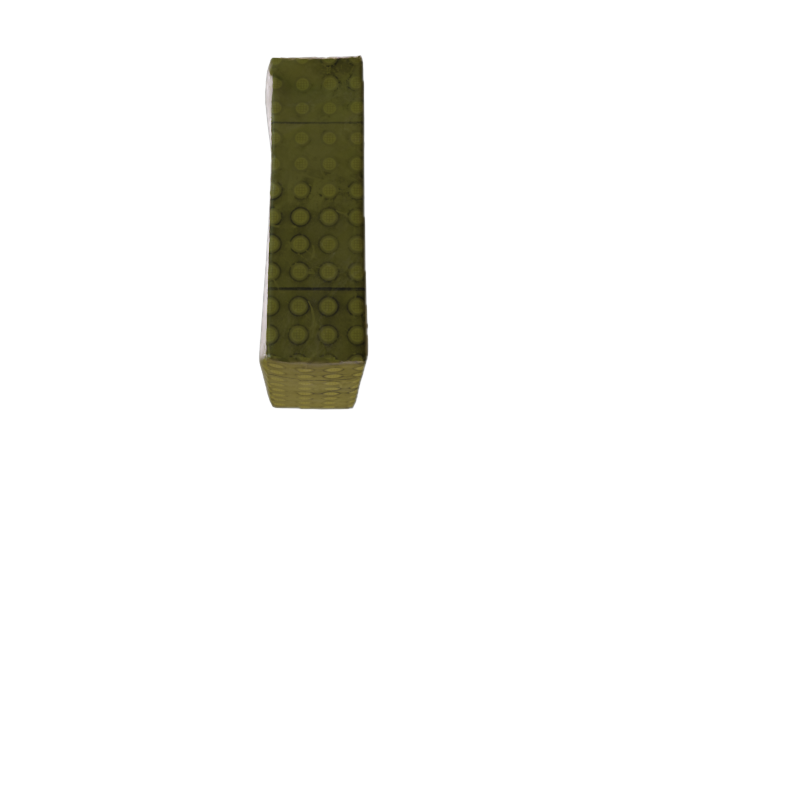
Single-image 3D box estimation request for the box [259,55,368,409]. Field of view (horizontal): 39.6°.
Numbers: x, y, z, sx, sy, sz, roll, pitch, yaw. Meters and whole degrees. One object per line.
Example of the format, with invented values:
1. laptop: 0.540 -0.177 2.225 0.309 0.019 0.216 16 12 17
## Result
1. box: -0.062 -0.112 0.786 0.072 0.222 0.158 0 -15 -4
